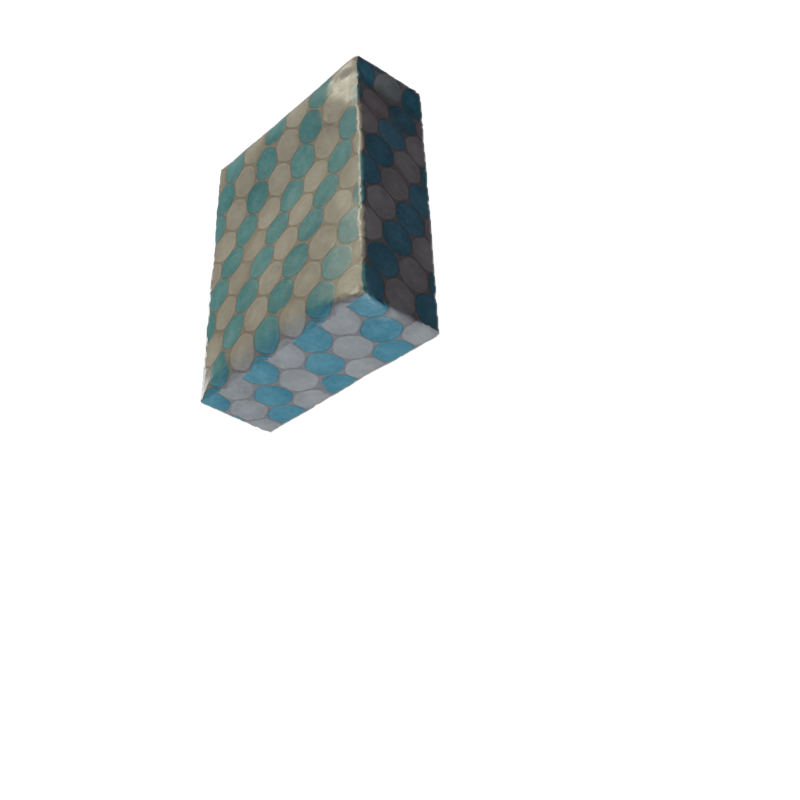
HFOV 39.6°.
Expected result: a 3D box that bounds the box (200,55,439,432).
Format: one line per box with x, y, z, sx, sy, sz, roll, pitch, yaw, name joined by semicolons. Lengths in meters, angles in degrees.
-0.060;-0.110;0.768;0.067;0.229;0.163;28;-45;-36;box
